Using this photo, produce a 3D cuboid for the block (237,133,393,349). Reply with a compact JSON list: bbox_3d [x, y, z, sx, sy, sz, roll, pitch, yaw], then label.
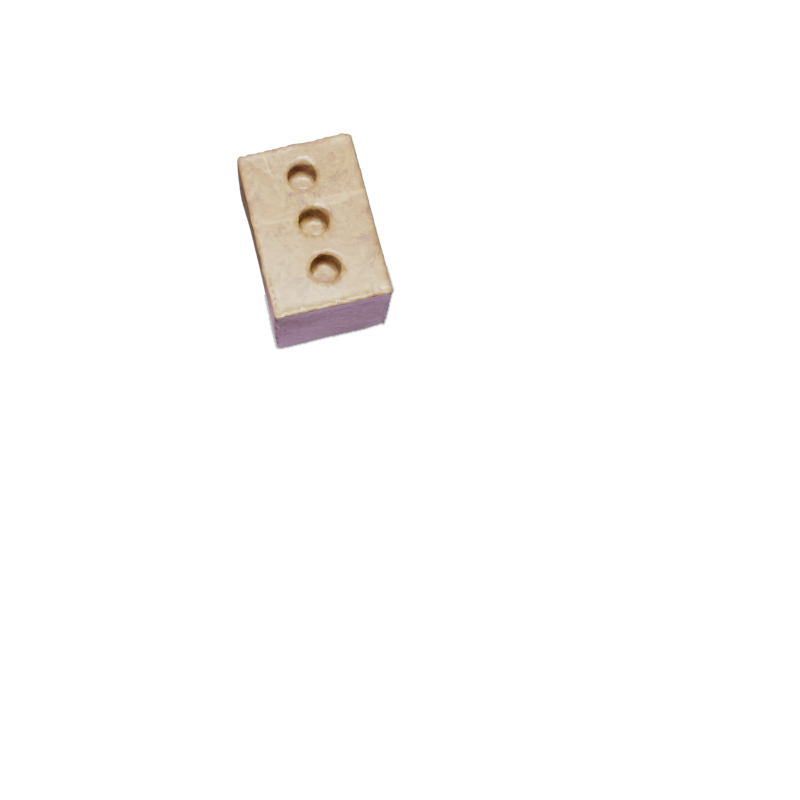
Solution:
[{"bbox_3d":[-0.038,-0.070,0.492,0.052,0.082,0.049,-14,-18,-6],"label":"block"}]
